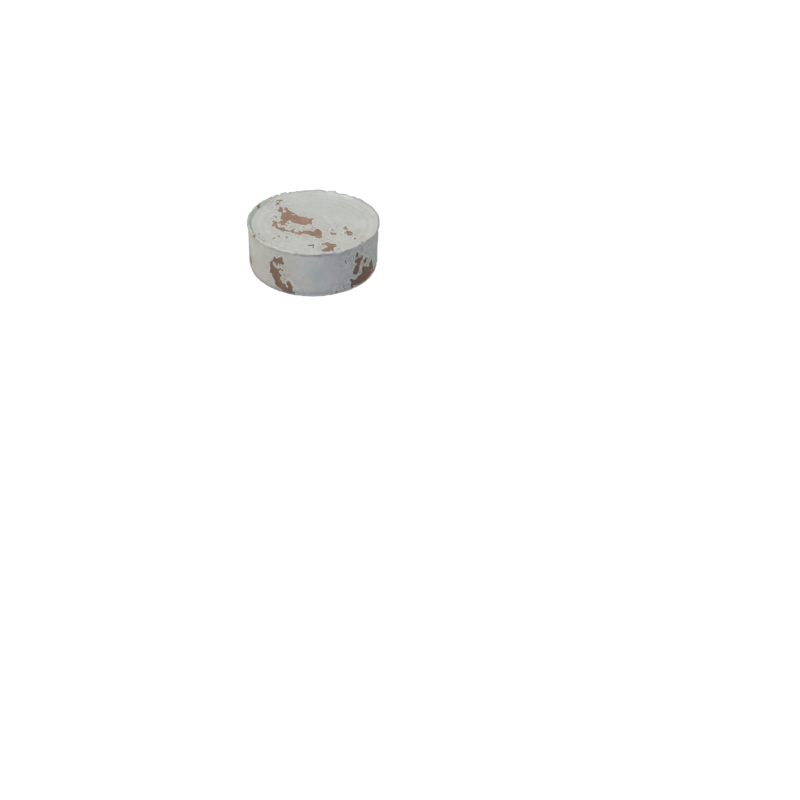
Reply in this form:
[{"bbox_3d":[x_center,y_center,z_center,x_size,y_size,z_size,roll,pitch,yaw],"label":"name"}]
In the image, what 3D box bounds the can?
[{"bbox_3d":[-0.057,-0.103,0.722,0.086,0.031,0.092,-1,35,-2],"label":"can"}]
